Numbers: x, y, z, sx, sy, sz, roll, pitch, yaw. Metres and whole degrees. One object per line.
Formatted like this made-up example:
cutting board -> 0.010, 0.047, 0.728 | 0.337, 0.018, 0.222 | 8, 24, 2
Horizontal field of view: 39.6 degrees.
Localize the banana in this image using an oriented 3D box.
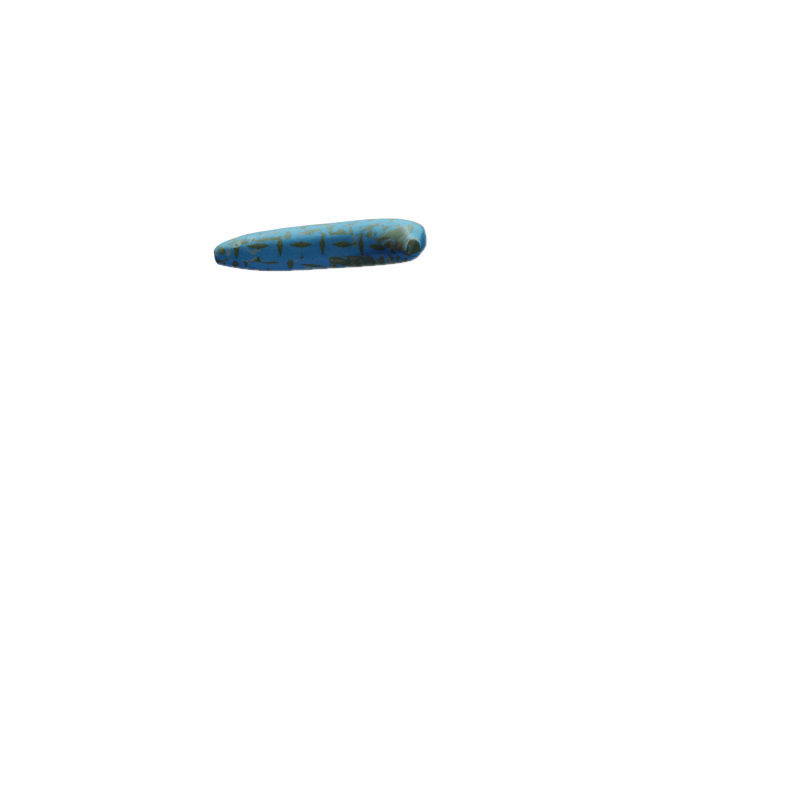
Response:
banana -> -0.054, -0.123, 0.871 | 0.204, 0.037, 0.067 | 1, 0, 35
